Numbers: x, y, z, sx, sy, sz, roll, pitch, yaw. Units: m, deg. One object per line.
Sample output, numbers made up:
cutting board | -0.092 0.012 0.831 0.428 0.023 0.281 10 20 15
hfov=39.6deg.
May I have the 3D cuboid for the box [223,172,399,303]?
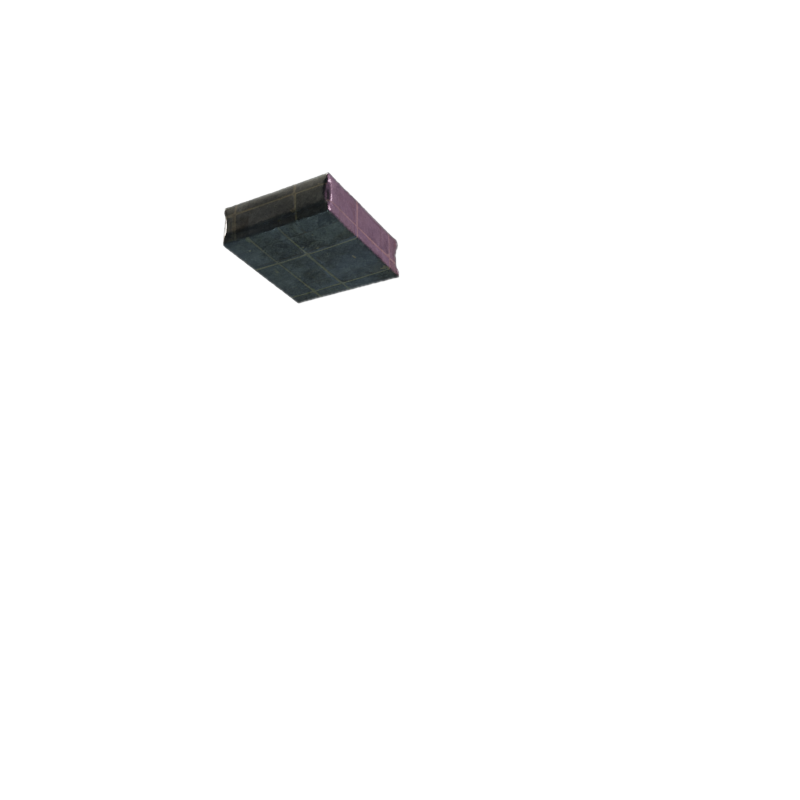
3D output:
box | -0.052 -0.096 0.670 0.074 0.032 0.083 -14 -29 26
